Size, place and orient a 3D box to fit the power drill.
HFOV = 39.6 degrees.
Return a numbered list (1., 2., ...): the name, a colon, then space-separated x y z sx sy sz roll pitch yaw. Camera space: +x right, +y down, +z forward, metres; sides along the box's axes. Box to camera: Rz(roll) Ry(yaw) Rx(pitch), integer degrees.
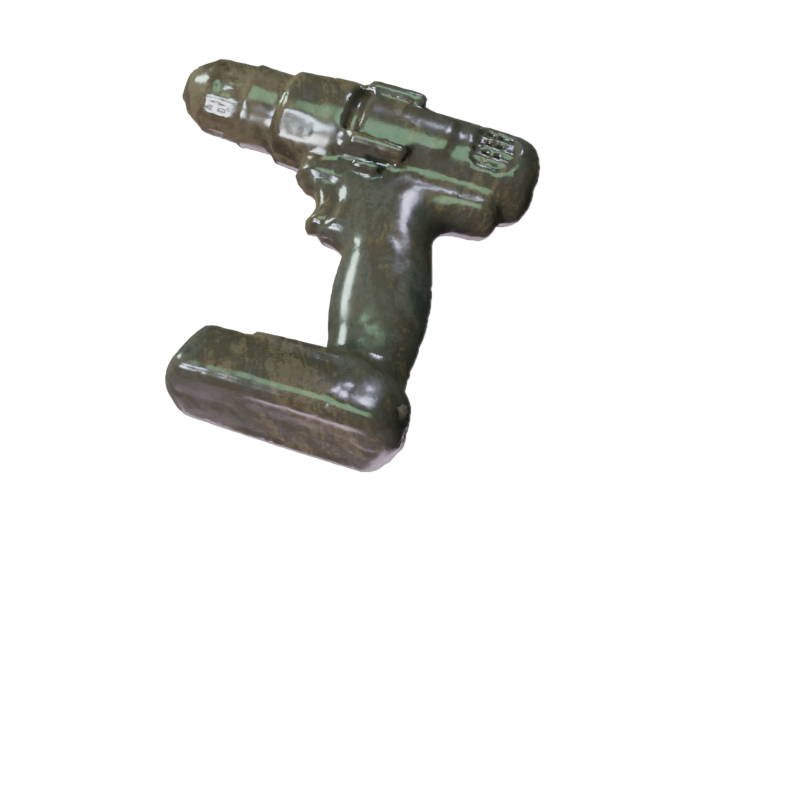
1. power drill: -0.041 -0.074 0.521 0.188 0.196 0.054 16 -29 8
